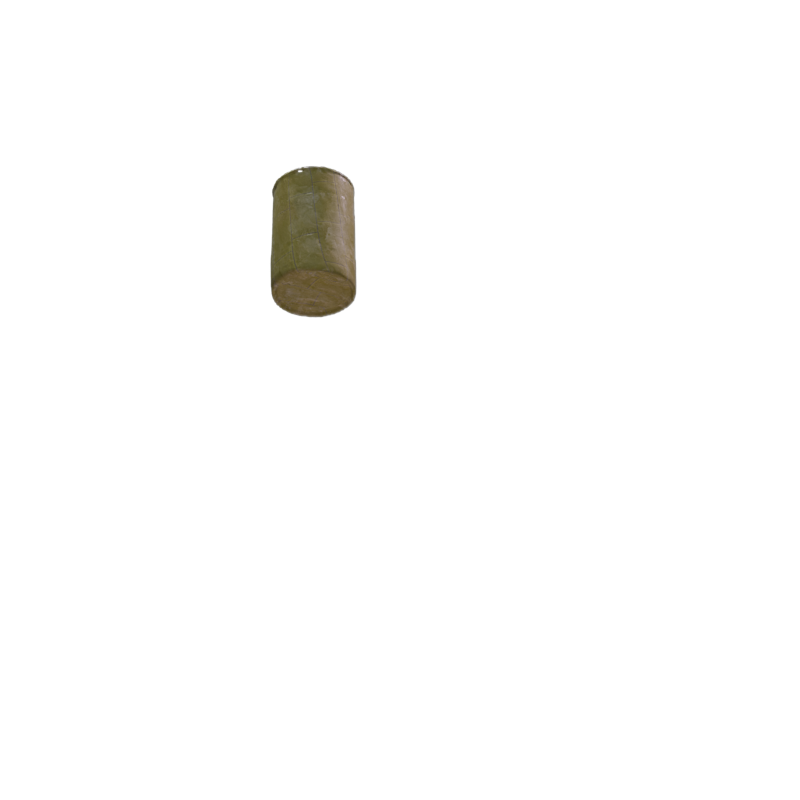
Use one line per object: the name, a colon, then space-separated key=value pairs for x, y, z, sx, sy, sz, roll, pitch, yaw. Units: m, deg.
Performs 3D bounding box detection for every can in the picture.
can: x=-0.069 y=-0.126 z=0.881 sx=0.068 sy=0.109 sz=0.064 roll=-1 pitch=-33 yaw=-2
